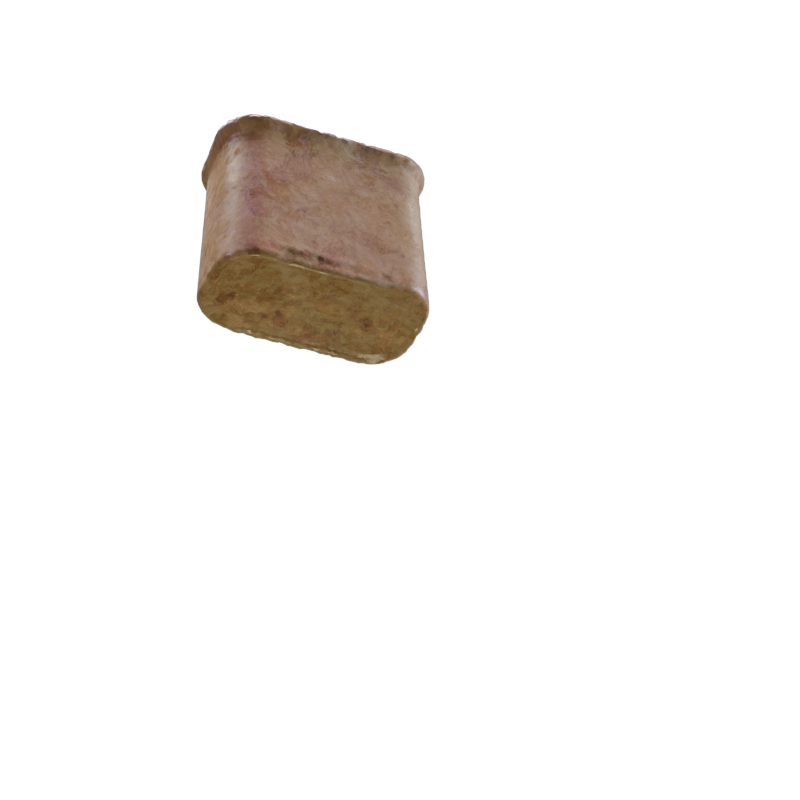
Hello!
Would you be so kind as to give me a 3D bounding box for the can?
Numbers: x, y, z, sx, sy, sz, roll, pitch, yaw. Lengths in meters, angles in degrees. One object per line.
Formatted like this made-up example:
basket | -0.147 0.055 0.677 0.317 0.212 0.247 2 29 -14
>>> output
can | -0.039 -0.070 0.491 0.099 0.090 0.055 13 -43 -17
